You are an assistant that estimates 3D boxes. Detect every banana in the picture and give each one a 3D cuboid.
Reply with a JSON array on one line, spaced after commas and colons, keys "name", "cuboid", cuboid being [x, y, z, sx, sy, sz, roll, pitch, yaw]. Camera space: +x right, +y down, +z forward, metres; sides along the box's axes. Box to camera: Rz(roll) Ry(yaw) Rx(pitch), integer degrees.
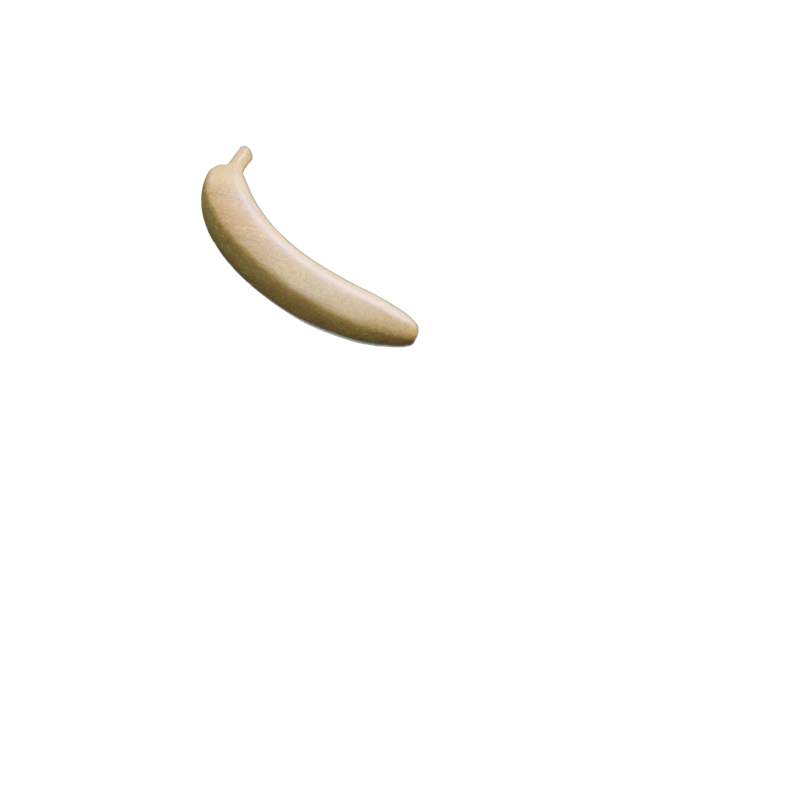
[{"name": "banana", "cuboid": [-0.073, -0.095, 0.710, 0.070, 0.211, 0.034, -31, -29, -19]}]
